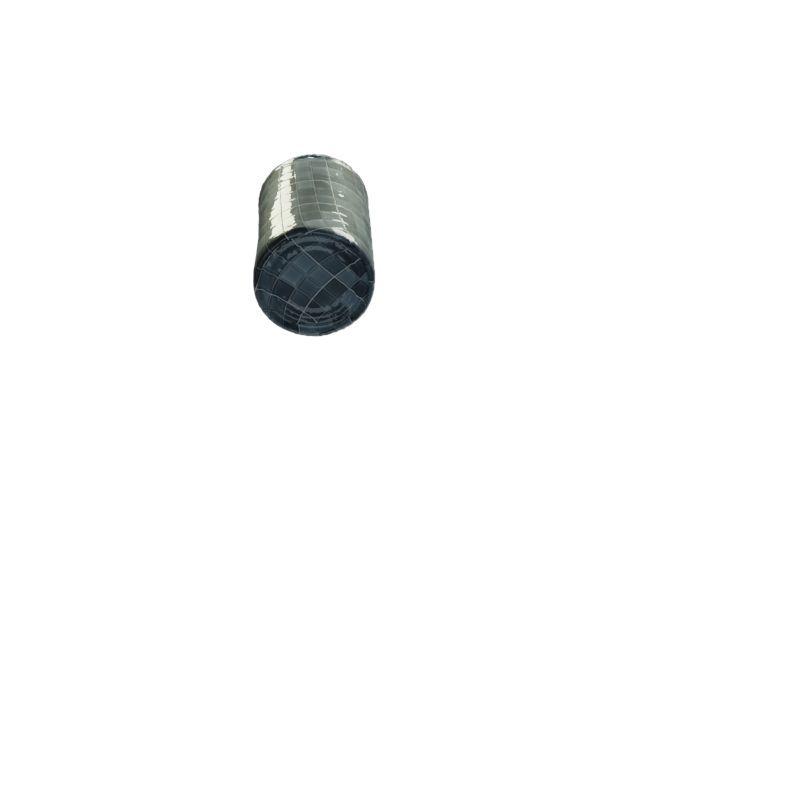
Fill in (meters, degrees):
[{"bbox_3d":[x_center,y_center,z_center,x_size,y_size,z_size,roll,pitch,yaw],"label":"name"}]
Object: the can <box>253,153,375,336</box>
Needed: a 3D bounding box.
[{"bbox_3d":[-0.050,-0.091,0.636,0.068,0.064,0.109,-1,32,-3],"label":"can"}]
